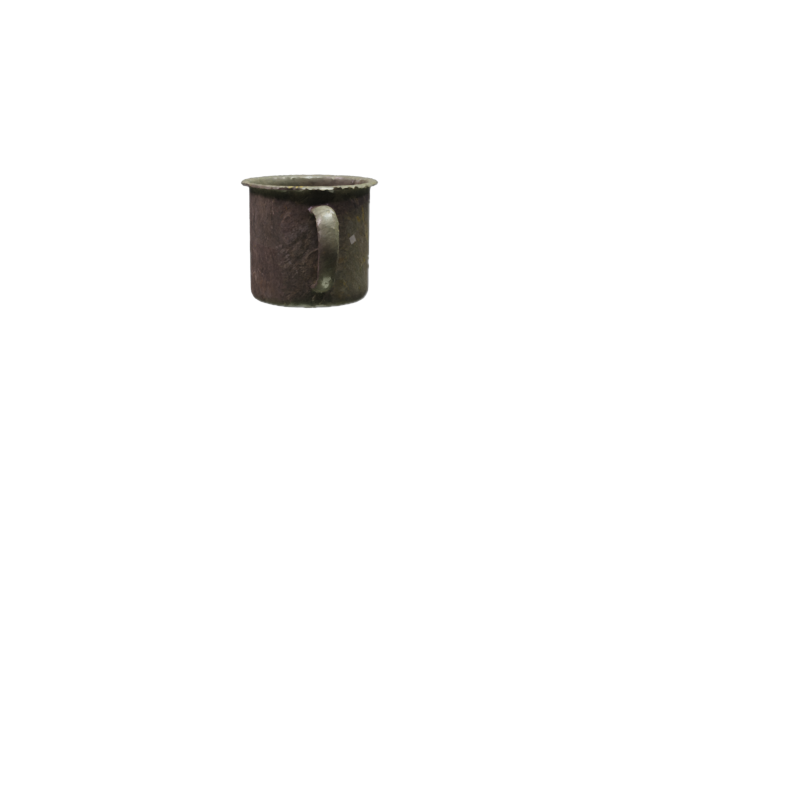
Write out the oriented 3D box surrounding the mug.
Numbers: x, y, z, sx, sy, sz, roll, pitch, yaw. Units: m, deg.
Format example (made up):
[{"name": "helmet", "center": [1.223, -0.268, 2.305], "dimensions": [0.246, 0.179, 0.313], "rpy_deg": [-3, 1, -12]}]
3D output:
[{"name": "mug", "center": [-0.058, -0.107, 0.747], "dimensions": [0.092, 0.079, 0.122], "rpy_deg": [-3, 14, -15]}]
